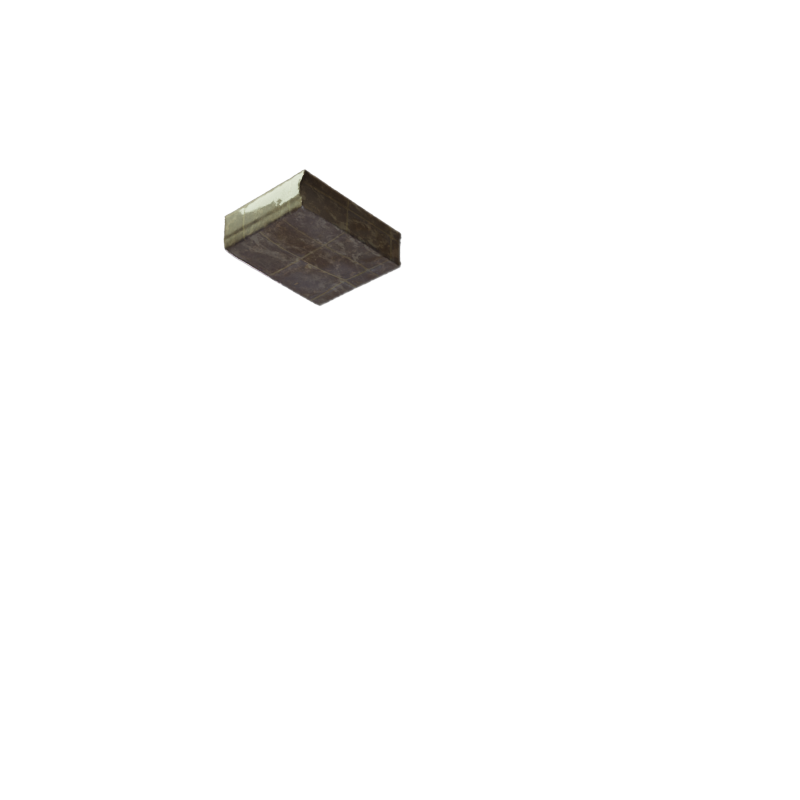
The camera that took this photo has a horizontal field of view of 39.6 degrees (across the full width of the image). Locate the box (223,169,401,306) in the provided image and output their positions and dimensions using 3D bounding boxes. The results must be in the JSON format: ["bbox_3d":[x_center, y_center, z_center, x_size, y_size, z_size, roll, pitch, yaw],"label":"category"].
[{"bbox_3d":[-0.068,-0.123,0.863,0.090,0.041,0.106,-24,-37,36],"label":"box"}]
